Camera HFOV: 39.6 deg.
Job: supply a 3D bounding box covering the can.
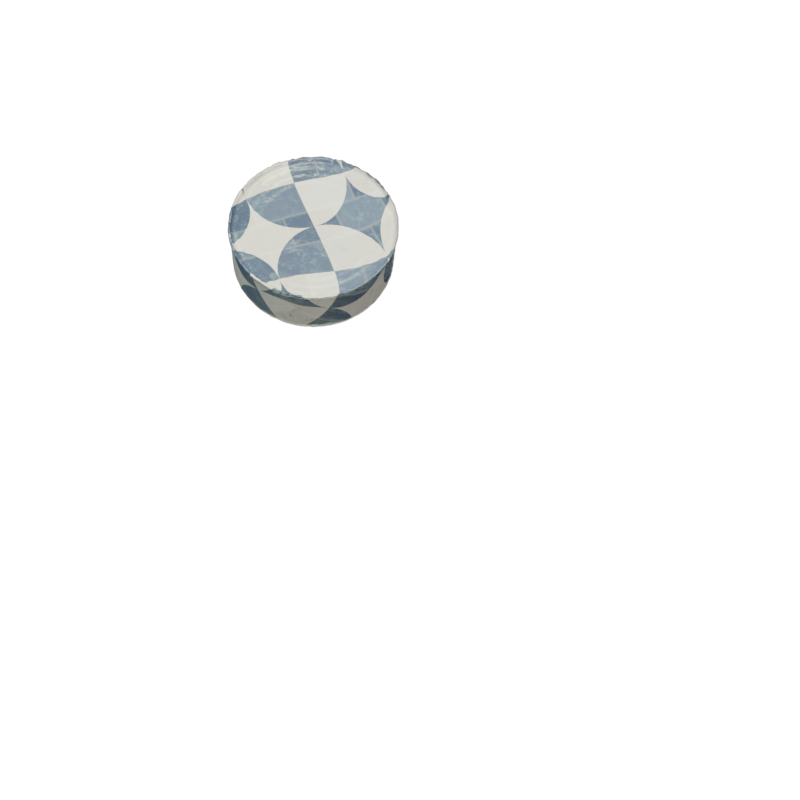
[{"bbox_3d":[-0.044,-0.081,0.568,0.086,0.092,0.031,-1,-31,-1],"label":"can"}]
